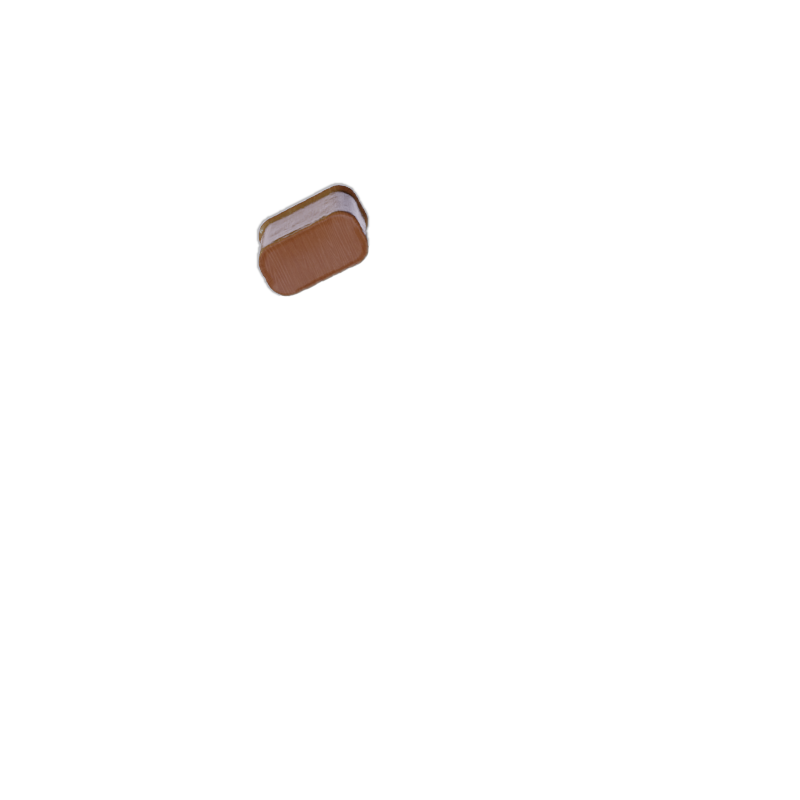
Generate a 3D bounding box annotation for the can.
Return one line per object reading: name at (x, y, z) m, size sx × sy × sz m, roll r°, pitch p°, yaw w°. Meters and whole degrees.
can at (-0.078, -0.142, 0.994) m, size 0.102 × 0.055 × 0.088 m, roll -26°, pitch 22°, yaw 8°
